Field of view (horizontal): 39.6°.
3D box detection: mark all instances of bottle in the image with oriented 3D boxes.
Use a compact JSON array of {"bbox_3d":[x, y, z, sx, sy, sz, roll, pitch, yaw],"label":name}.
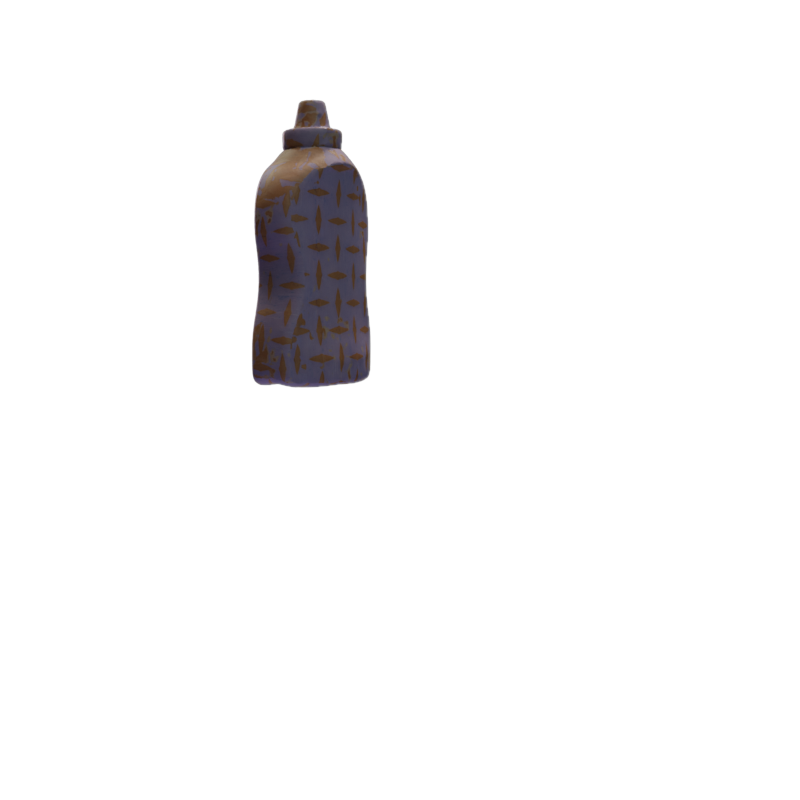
[{"bbox_3d":[-0.059,-0.107,0.752,0.060,0.193,0.092,-2,-2,37],"label":"bottle"}]
